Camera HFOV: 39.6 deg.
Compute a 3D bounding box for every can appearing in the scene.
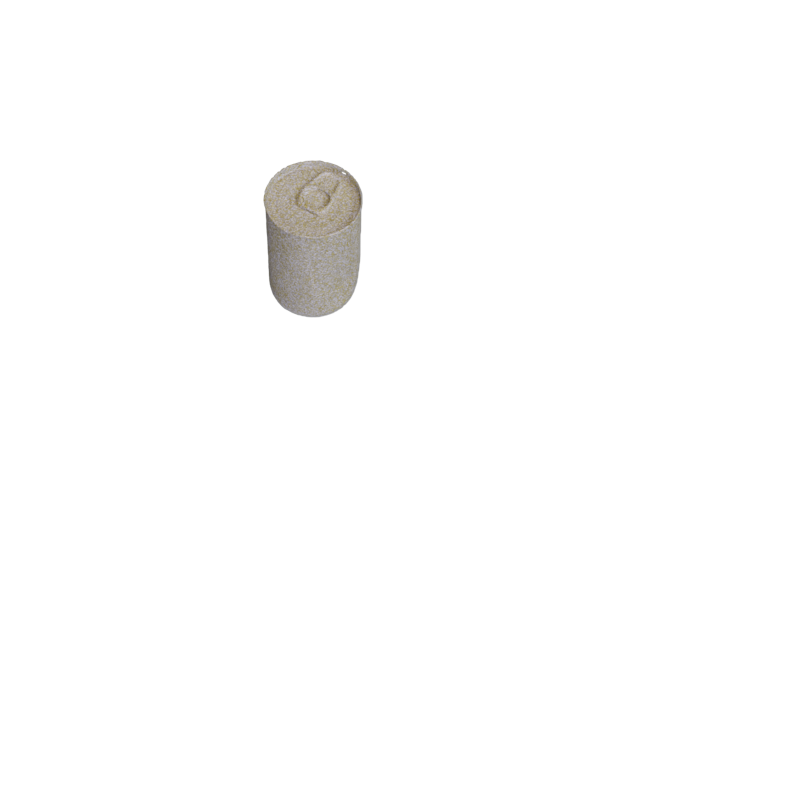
[{"bbox_3d":[-0.062,-0.114,0.797,0.068,0.073,0.096,0,-32,-3],"label":"can"}]
